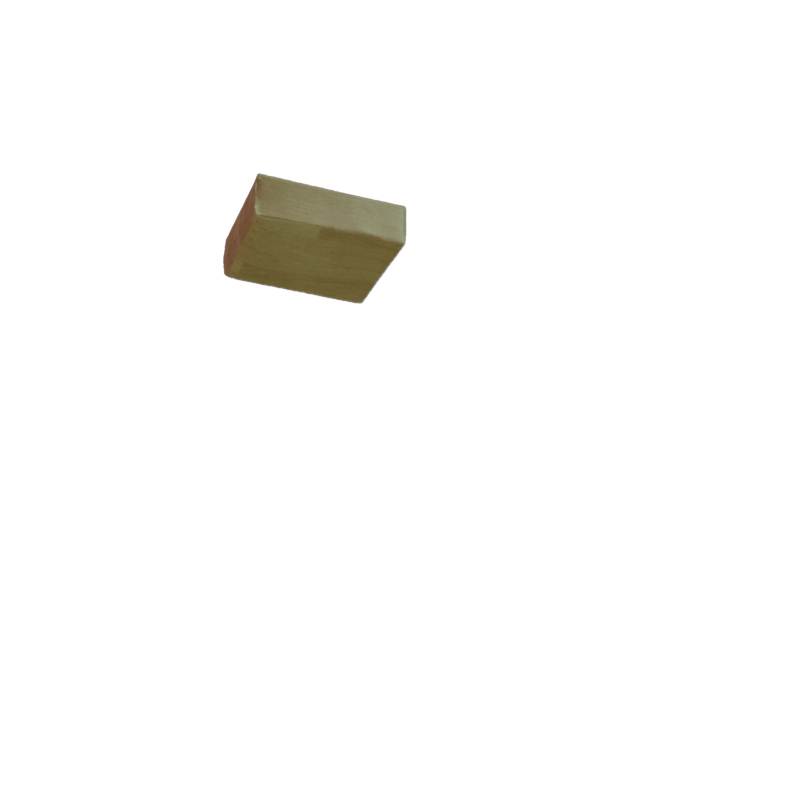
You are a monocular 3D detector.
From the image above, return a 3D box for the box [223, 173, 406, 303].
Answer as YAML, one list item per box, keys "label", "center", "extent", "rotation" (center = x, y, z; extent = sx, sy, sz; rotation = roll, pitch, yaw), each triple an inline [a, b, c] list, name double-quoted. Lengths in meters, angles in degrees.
- label: "box"
  center: [-0.063, -0.114, 0.798]
  extent: [0.110, 0.041, 0.087]
  rotation: [9, -30, -17]
